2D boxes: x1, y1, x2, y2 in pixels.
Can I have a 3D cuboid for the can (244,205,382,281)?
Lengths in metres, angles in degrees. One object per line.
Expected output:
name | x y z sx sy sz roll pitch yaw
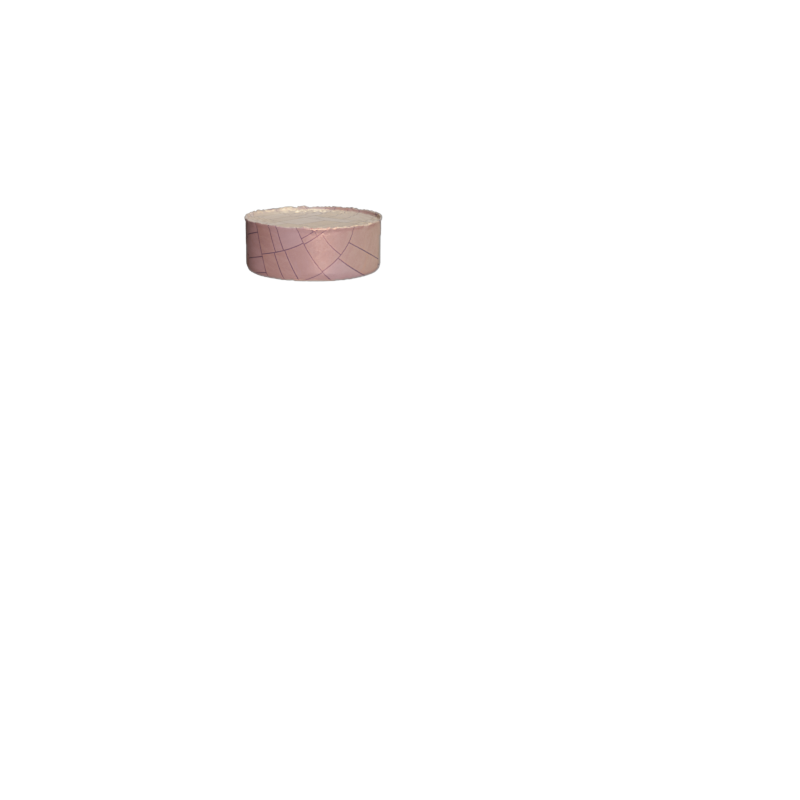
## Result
can | -0.054 -0.099 0.691 0.086 0.032 0.089 -1 17 -2
